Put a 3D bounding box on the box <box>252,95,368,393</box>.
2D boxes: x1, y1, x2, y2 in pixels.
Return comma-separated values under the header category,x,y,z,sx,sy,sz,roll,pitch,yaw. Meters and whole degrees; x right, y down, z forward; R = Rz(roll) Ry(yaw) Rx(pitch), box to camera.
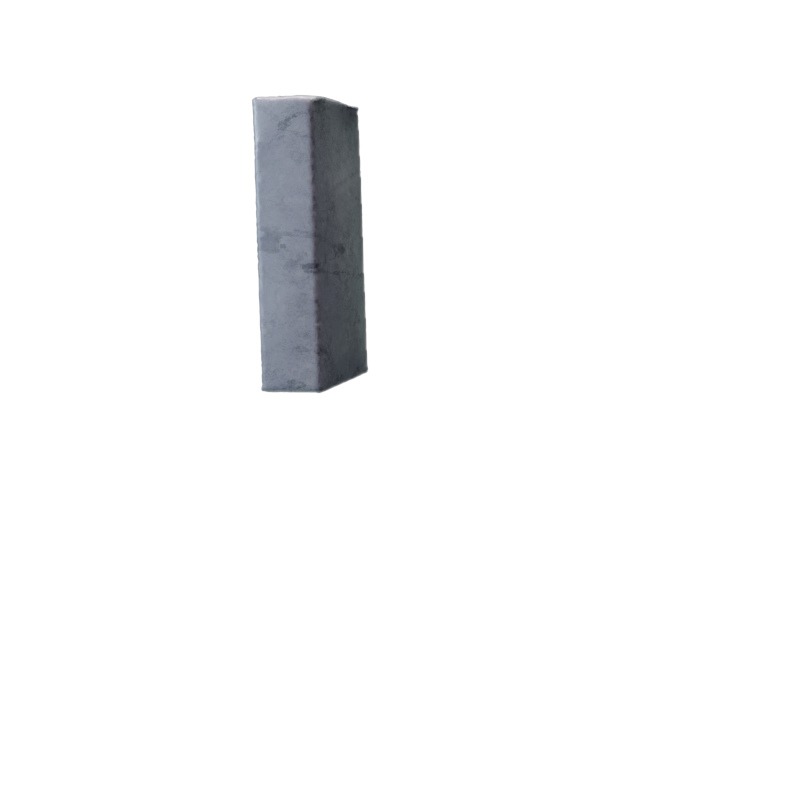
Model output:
category,x,y,z,sx,sy,sz,roll,pitch,yaw
box,-0.054,-0.099,0.693,0.049,0.175,0.092,1,4,17
